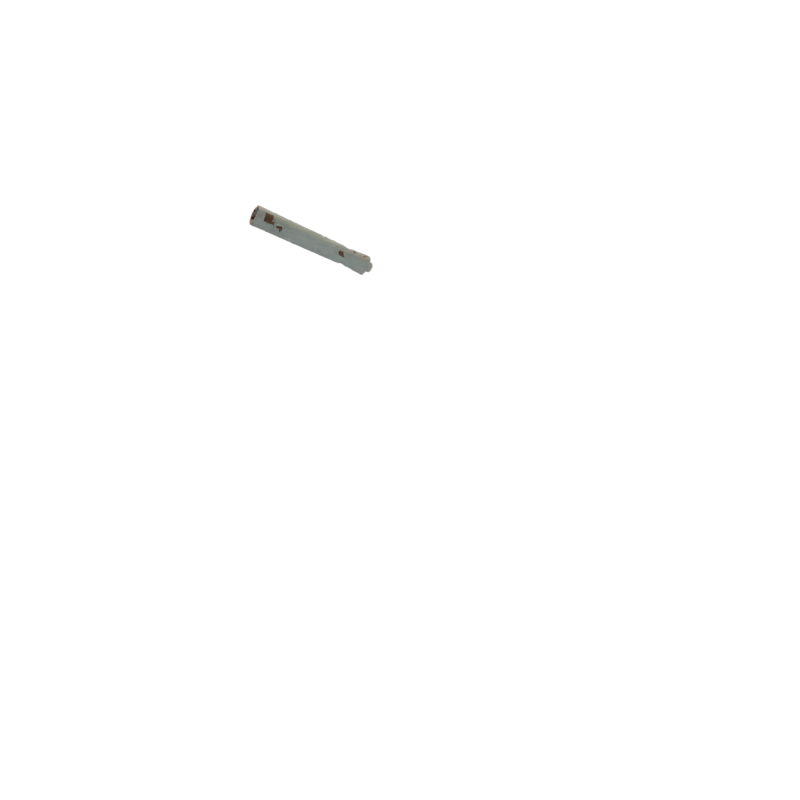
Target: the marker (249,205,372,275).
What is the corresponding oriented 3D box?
[{"bbox_3d":[-0.078,-0.142,0.993,0.116,0.020,0.020,22,-5,-19],"label":"marker"}]
